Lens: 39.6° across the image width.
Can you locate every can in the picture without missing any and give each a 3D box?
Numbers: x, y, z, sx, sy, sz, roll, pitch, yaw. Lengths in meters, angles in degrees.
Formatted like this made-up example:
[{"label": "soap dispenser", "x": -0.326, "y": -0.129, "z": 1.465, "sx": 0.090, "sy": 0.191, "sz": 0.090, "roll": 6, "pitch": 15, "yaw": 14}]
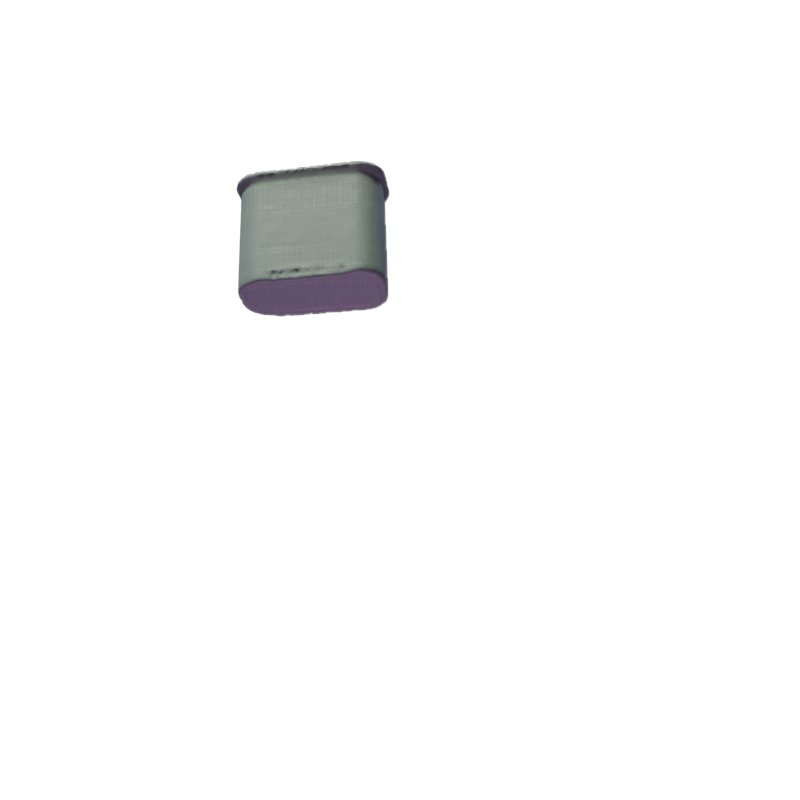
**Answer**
[{"label": "can", "x": -0.058, "y": -0.105, "z": 0.737, "sx": 0.103, "sy": 0.089, "sz": 0.054, "roll": -5, "pitch": -28, "yaw": 8}]
